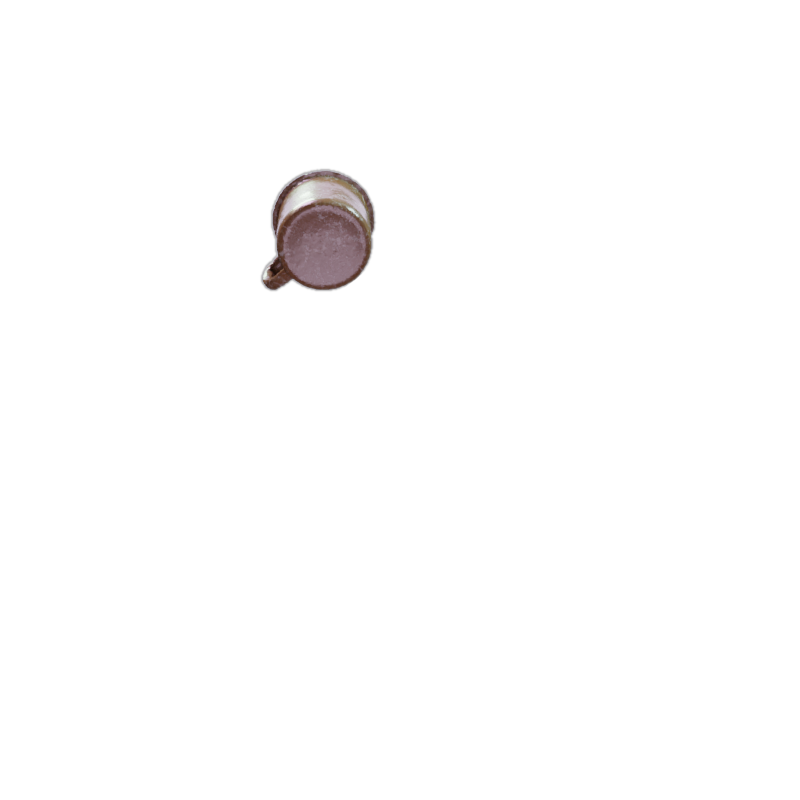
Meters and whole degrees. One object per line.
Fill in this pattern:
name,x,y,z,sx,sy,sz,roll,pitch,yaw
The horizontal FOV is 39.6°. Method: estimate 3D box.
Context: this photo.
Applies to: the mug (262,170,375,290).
mug,-0.076,-0.138,0.968,0.116,0.090,0.085,-38,18,12
